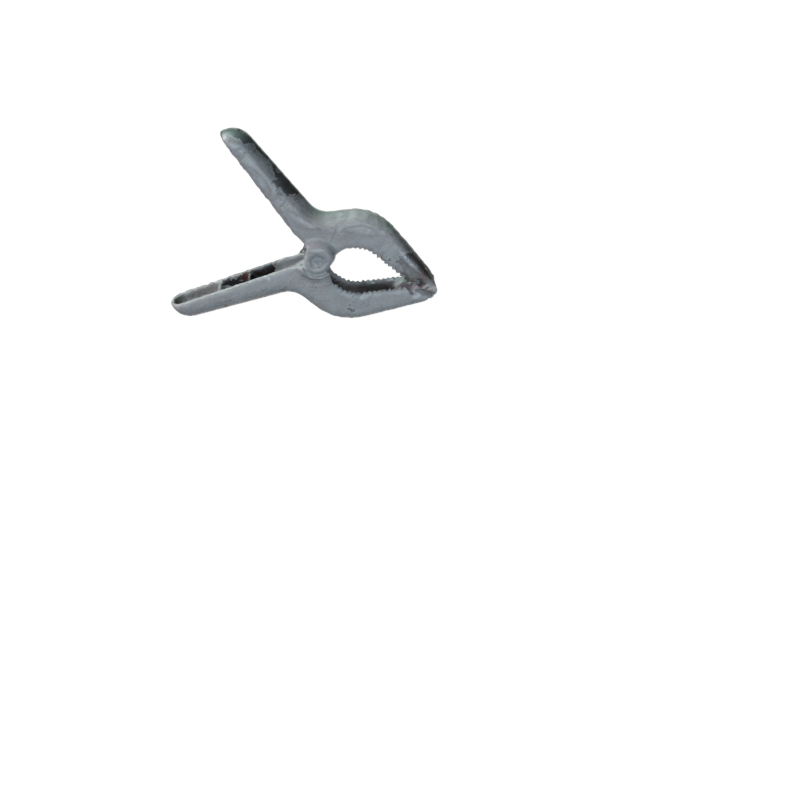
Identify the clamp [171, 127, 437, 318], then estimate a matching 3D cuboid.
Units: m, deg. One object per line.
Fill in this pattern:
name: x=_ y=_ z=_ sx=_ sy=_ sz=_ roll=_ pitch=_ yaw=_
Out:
clamp: x=-0.070 y=-0.127 z=0.888 sx=0.208 sy=0.157 sz=0.038 roll=10 pitch=26 yaw=-5
